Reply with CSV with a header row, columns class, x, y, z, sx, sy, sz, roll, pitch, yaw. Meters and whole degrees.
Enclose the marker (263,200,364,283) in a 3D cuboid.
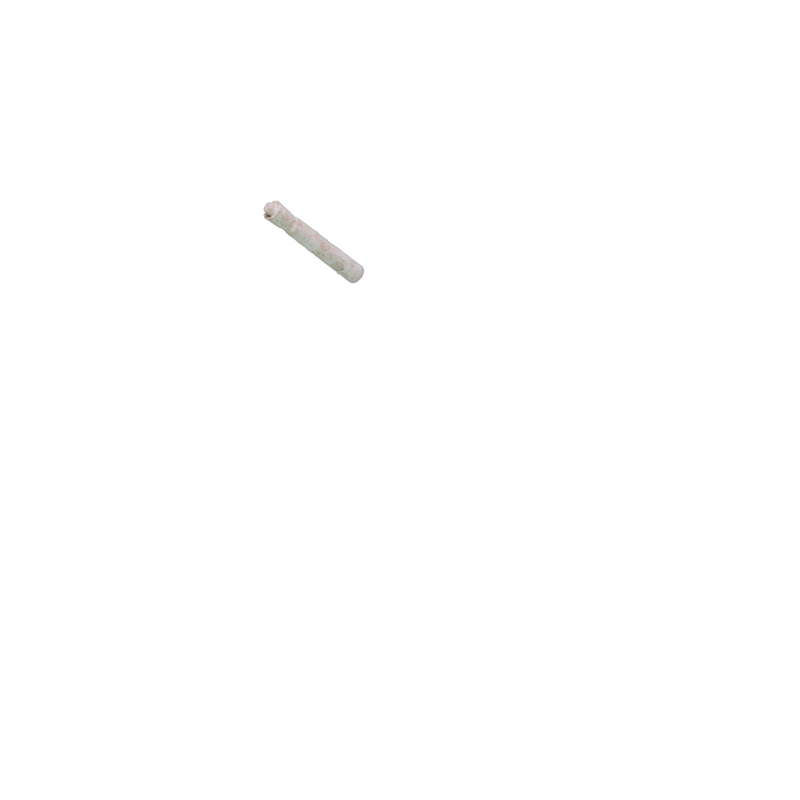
class,x,y,z,sx,sy,sz,roll,pitch,yaw
marker,-0.077,-0.140,0.983,0.113,0.020,0.021,34,-20,-37
